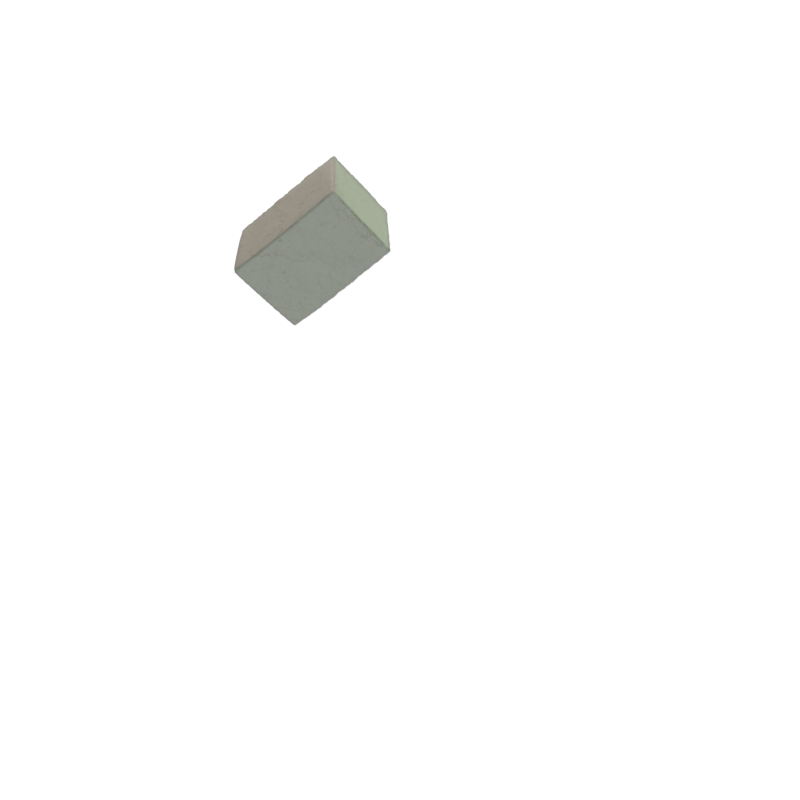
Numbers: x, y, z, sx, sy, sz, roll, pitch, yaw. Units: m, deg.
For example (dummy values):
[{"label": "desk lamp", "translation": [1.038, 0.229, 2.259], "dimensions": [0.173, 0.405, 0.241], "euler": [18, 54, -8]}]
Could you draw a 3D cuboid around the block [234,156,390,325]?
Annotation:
[{"label": "block", "translation": [-0.051, -0.094, 0.655], "dimensions": [0.077, 0.050, 0.054], "euler": [-36, 26, 18]}]
